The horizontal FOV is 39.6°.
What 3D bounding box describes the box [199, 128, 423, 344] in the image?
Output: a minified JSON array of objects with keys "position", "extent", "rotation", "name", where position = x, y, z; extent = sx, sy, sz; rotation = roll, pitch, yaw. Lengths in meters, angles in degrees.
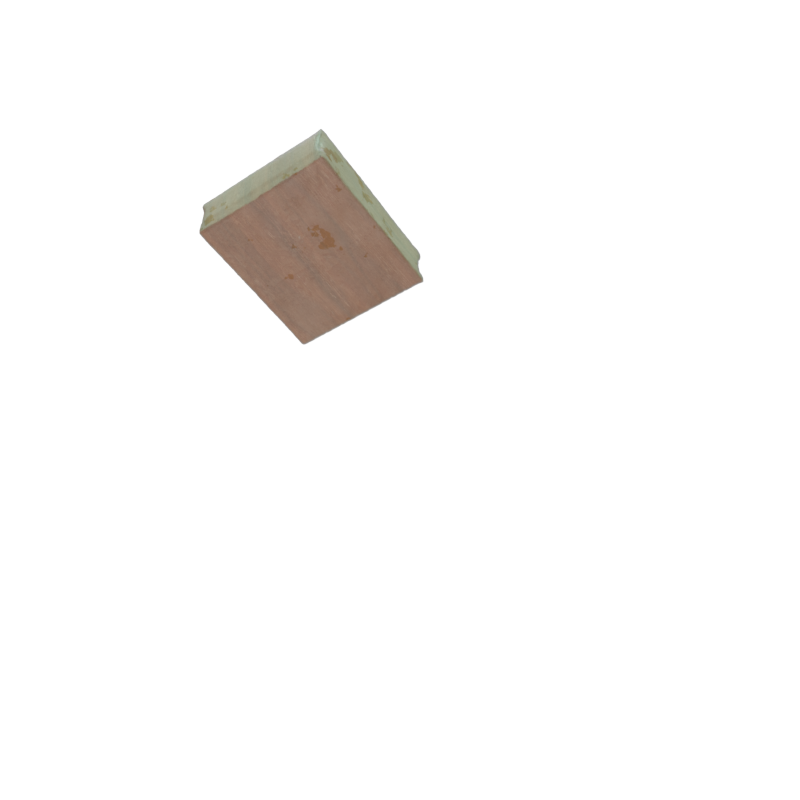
[{"position":[-0.043,-0.078,0.544],"extent":[0.073,0.083,0.032],"rotation":[-29,32,20],"name":"box"}]
